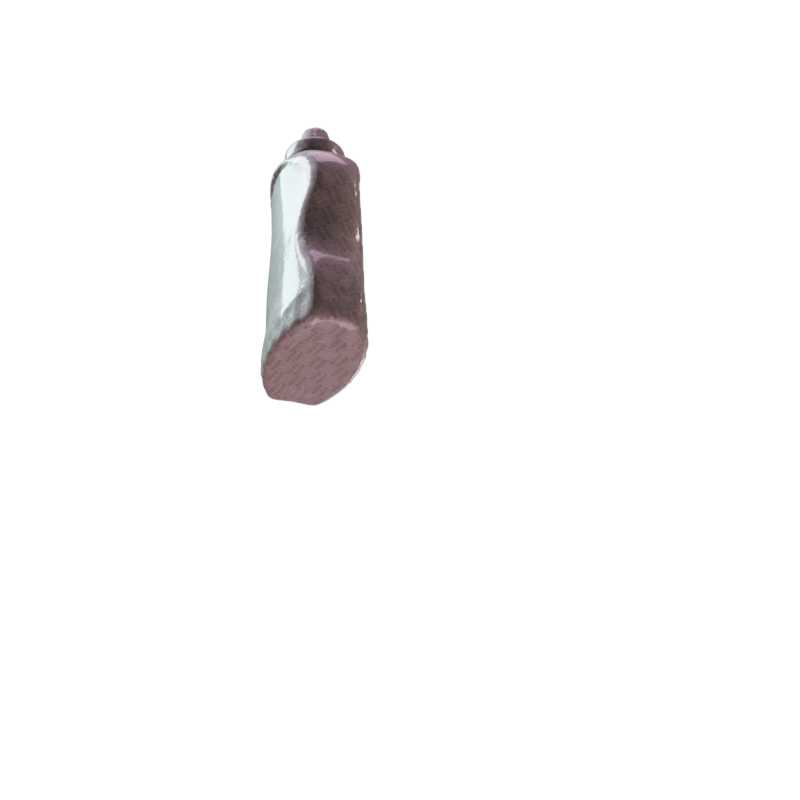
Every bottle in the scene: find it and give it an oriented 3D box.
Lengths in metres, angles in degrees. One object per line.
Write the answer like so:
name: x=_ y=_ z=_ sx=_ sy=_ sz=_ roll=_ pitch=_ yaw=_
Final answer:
bottle: x=-0.055 y=-0.100 z=0.703 sx=0.057 sy=0.205 sz=0.092 roll=9 pitch=-38 yaw=-16
